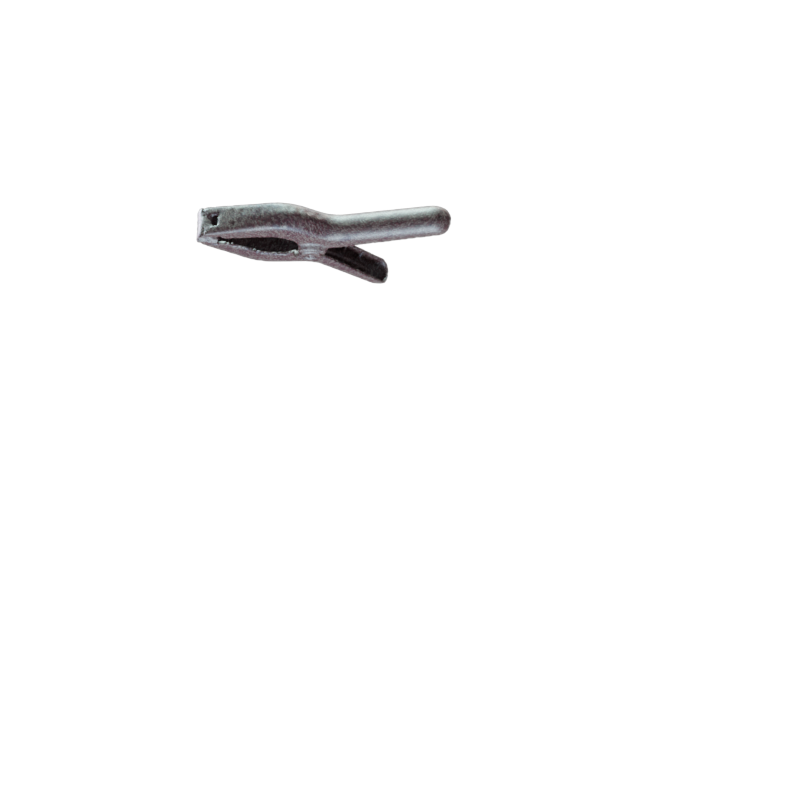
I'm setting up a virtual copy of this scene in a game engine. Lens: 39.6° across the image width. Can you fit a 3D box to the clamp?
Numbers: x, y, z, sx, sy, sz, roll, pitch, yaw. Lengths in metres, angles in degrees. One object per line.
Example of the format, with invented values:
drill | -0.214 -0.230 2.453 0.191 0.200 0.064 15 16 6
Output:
clamp | -0.077 -0.141 0.989 0.207 0.038 0.160 3 -14 -11
